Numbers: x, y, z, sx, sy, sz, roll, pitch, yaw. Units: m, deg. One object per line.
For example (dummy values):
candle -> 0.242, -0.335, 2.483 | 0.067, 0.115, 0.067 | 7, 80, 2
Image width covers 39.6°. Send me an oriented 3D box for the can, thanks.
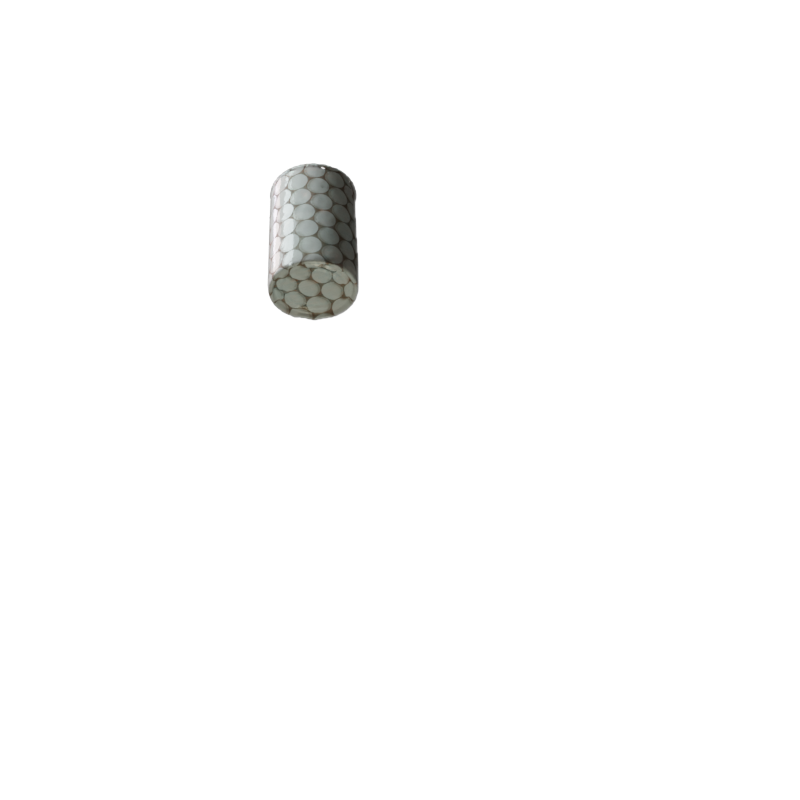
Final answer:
can -> -0.065, -0.119, 0.837 | 0.068, 0.110, 0.064 | -1, -40, -3
